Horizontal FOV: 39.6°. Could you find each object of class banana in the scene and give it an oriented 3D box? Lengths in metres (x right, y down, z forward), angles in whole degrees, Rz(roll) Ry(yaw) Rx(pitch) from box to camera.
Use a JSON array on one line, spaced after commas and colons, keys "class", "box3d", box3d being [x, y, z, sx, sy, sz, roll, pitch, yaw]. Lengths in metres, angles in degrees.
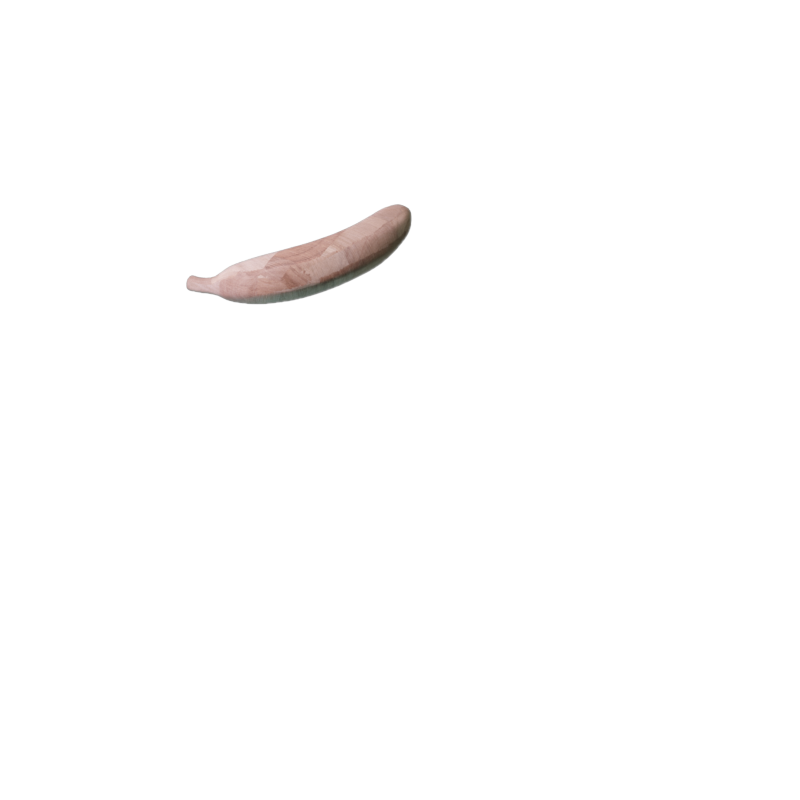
[{"class": "banana", "box3d": [-0.059, -0.110, 0.831, 0.195, 0.034, 0.075, -21, 40, -27]}]
